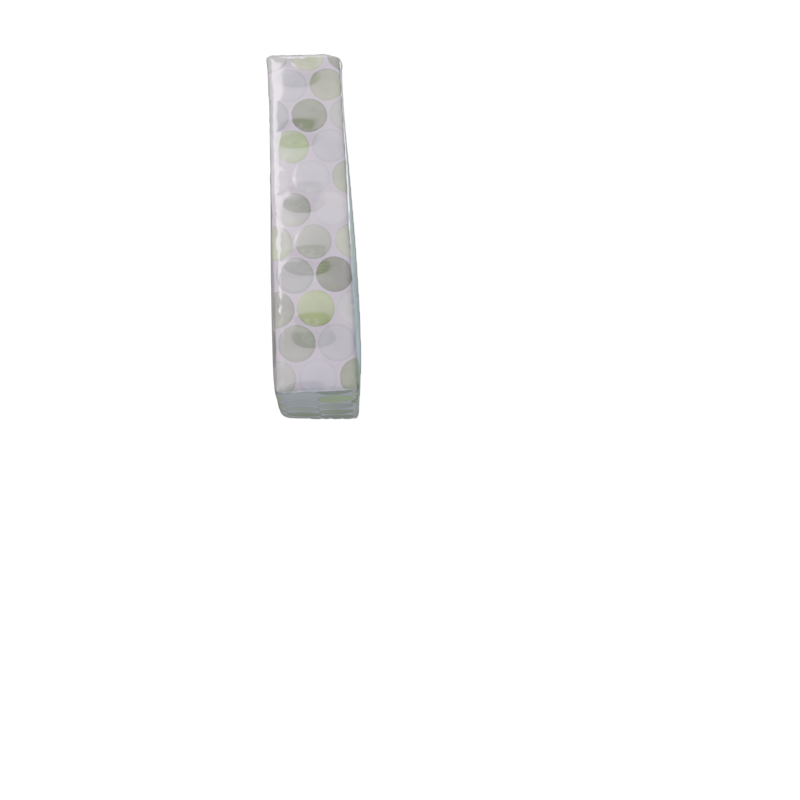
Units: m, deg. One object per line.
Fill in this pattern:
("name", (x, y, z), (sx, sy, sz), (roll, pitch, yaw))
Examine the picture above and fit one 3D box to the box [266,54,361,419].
("box", (-0.045, -0.083, 0.584), (0.048, 0.183, 0.090), (-1, -15, -2))
